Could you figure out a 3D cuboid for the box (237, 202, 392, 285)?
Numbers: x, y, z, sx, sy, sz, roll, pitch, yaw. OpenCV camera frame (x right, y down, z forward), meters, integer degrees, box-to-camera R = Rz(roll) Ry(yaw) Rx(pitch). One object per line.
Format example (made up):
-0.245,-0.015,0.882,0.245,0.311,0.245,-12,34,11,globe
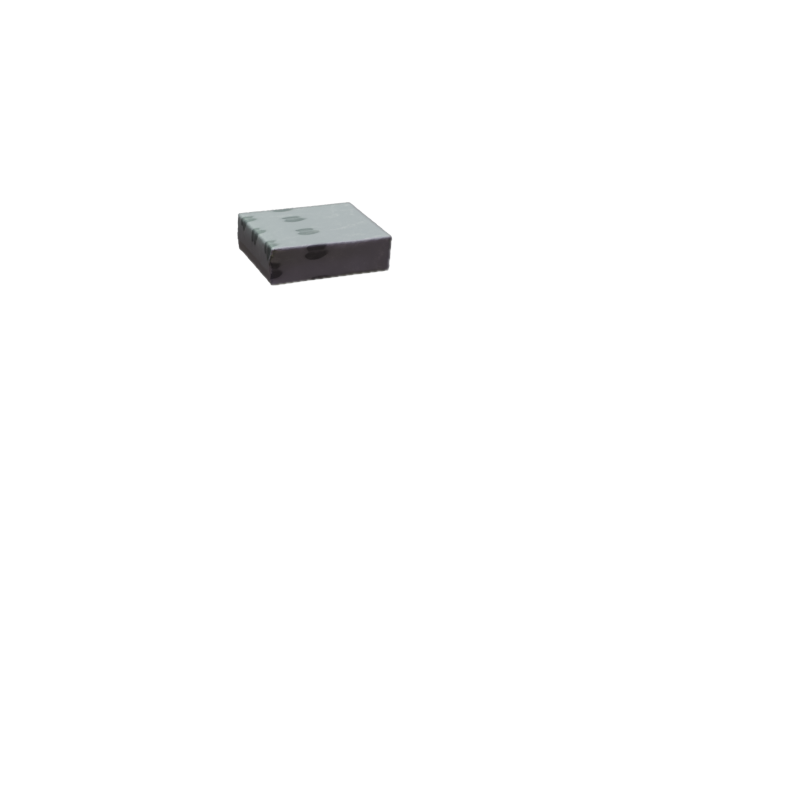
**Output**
-0.076,-0.139,0.971,0.111,0.037,0.096,-12,30,-21,box
